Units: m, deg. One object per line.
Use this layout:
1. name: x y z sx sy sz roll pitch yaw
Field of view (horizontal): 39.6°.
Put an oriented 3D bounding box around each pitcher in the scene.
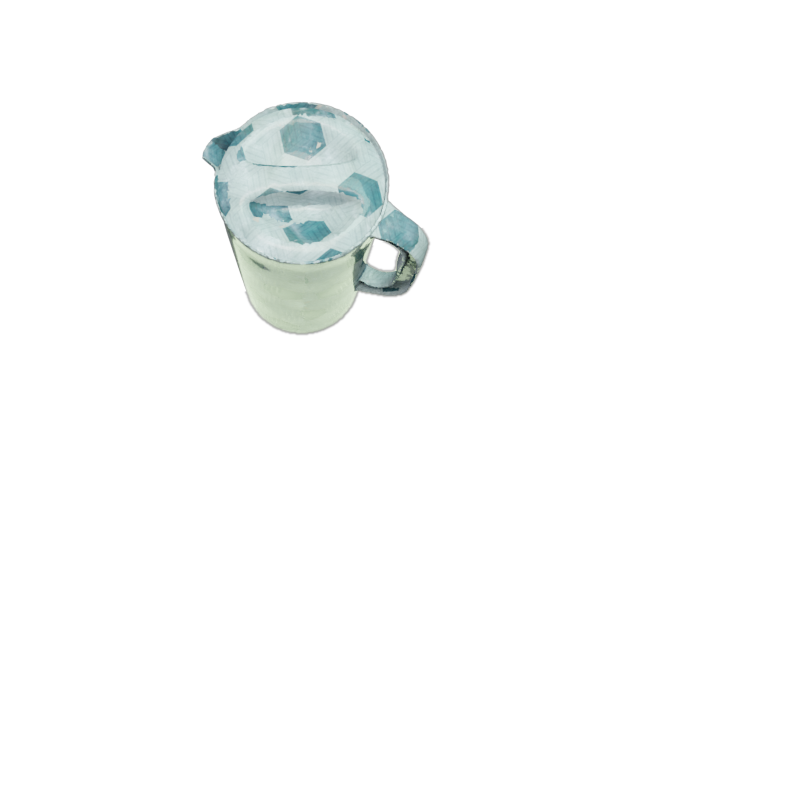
1. pitcher: -0.073 -0.134 0.936 0.144 0.156 0.233 -20 -14 -8
